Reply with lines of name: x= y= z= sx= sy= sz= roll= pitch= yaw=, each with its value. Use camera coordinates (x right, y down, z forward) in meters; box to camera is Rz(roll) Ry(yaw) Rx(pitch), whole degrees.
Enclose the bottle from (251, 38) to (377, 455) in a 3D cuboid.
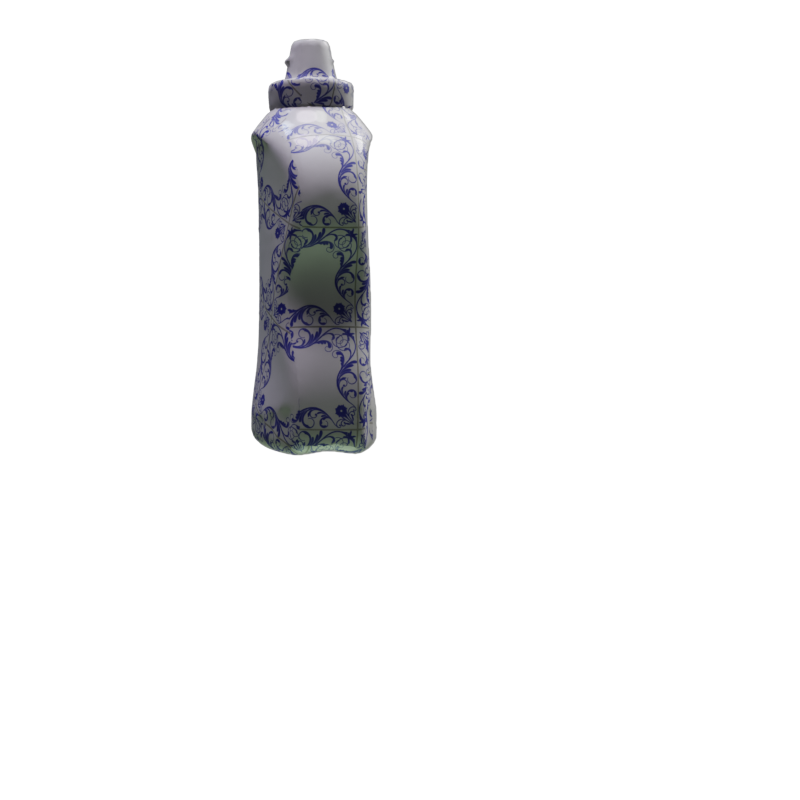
bottle: x=-0.042 y=-0.075 z=0.529 sx=0.058 sy=0.192 sz=0.097 roll=0 pitch=0 yaw=-10
